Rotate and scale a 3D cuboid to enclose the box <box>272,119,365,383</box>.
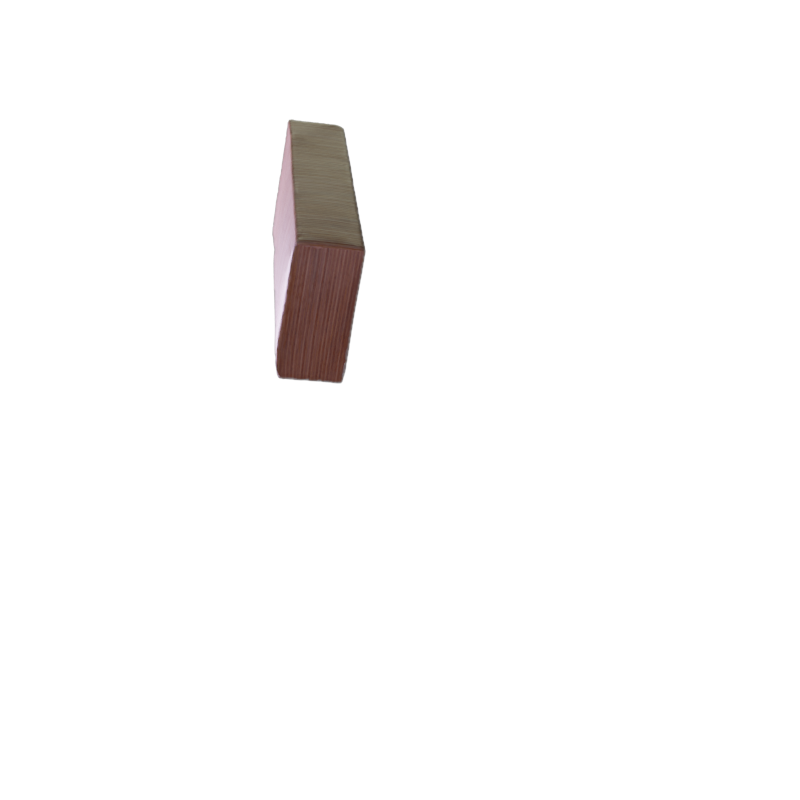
[{"bbox_3d":[-0.054,-0.099,0.692,0.047,0.088,0.188,7,33,-9],"label":"box"}]
